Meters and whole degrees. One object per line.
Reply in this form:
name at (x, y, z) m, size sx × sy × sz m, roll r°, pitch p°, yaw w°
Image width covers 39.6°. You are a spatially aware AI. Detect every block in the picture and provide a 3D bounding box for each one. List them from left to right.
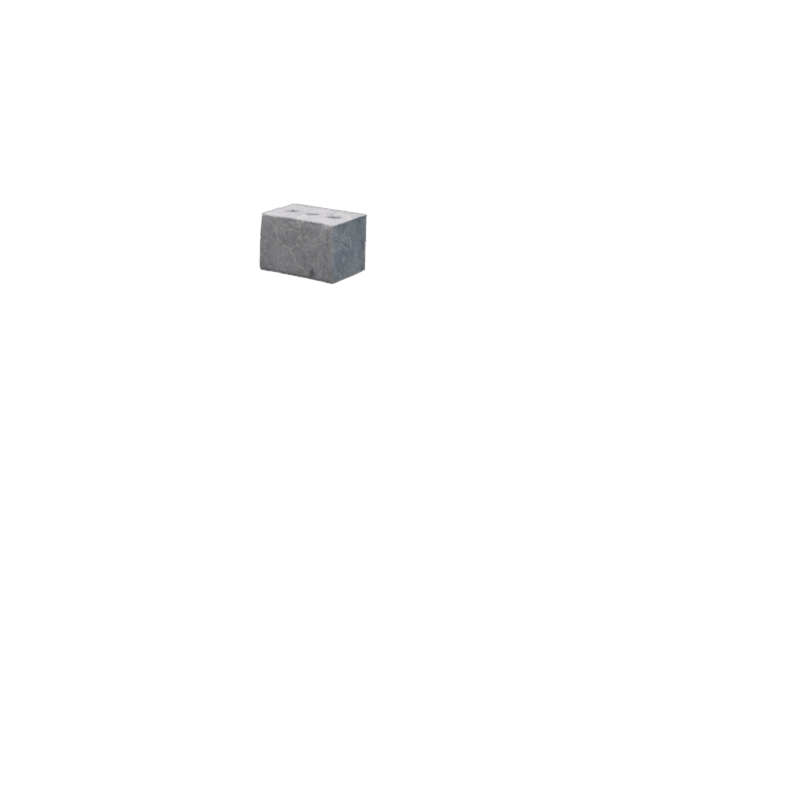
block at (-0.074, -0.135, 0.946) m, size 0.082 × 0.049 × 0.052 m, roll 13°, pitch 22°, yaw 30°
